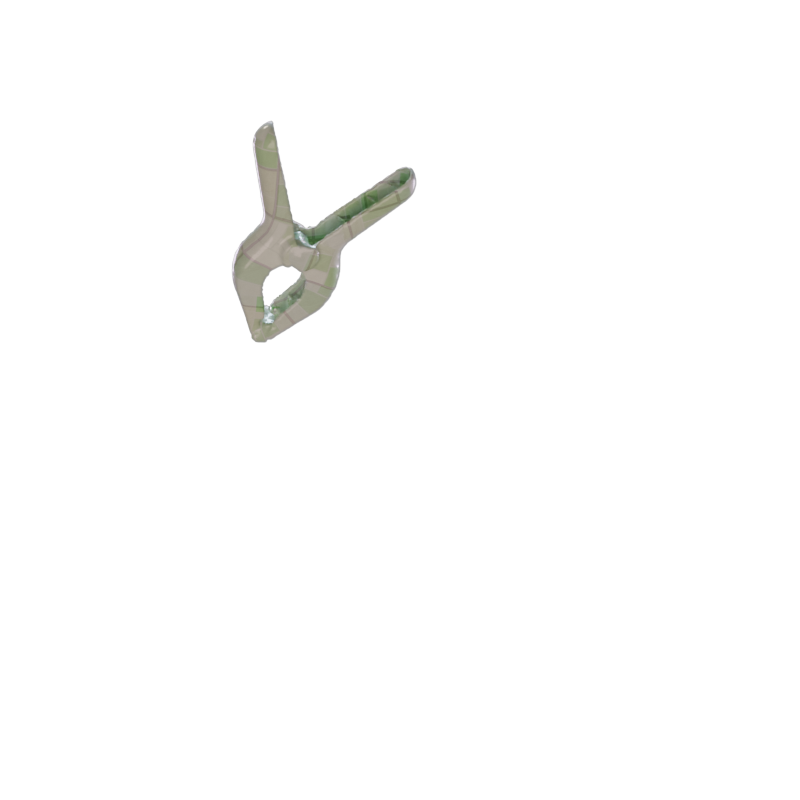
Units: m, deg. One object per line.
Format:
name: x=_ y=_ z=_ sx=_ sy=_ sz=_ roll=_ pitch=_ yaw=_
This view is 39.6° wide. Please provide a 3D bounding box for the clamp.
clamp: x=-0.063 y=-0.115 z=0.802 sx=0.118 sy=0.163 sz=0.042 roll=13 pitch=33 yaw=-9
